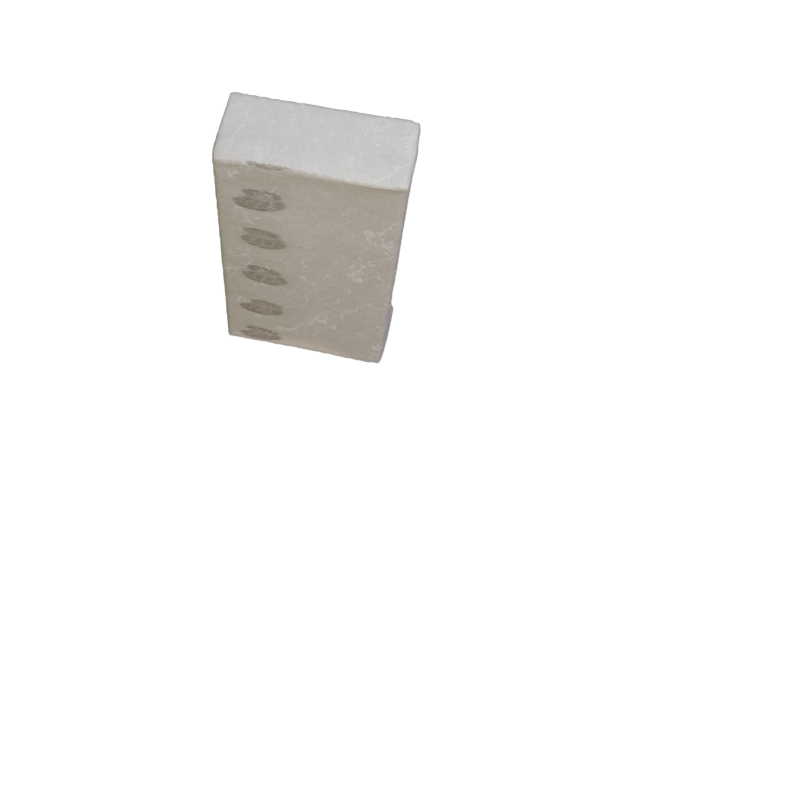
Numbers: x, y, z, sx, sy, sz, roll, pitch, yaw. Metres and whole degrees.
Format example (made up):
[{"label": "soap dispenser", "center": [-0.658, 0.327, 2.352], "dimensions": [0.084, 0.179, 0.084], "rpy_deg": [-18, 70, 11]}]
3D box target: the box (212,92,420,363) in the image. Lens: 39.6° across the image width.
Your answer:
[{"label": "box", "center": [-0.045, -0.082, 0.574], "dimensions": [0.094, 0.050, 0.167], "rpy_deg": [11, -24, 2]}]
